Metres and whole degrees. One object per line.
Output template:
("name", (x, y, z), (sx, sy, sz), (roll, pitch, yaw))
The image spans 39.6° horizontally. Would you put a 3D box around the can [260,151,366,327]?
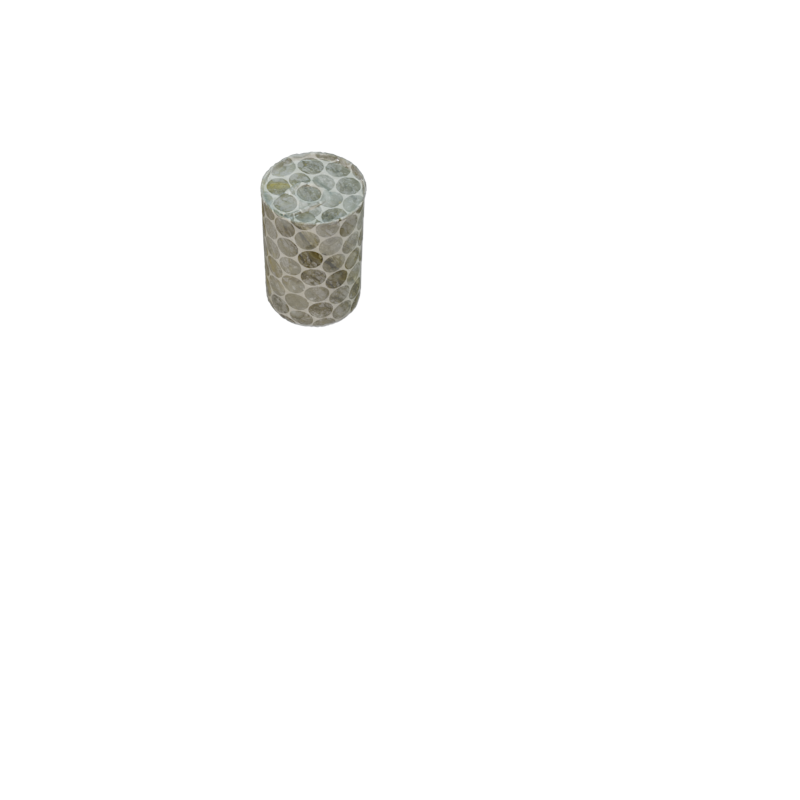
("can", (-0.058, -0.106, 0.742), (0.068, 0.074, 0.095), (0, -40, -3))
